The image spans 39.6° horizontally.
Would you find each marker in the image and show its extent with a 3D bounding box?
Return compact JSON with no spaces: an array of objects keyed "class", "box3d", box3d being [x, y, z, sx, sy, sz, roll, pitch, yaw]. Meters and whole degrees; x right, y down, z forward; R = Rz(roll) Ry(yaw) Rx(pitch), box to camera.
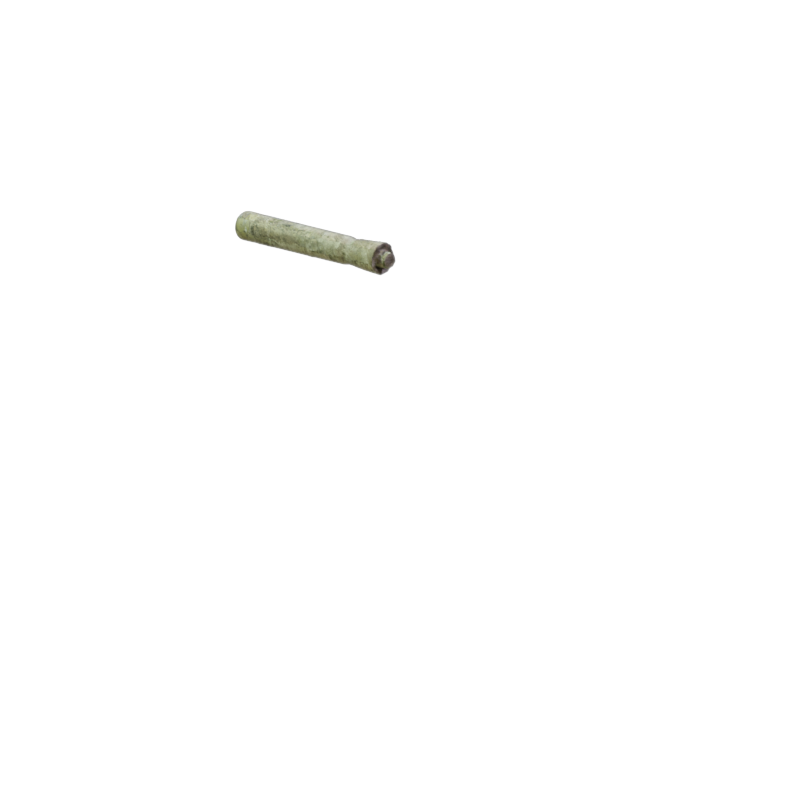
[{"class":"marker","box3d":[-0.052,-0.094,0.660,0.128,0.019,0.019,20,16,40]}]
